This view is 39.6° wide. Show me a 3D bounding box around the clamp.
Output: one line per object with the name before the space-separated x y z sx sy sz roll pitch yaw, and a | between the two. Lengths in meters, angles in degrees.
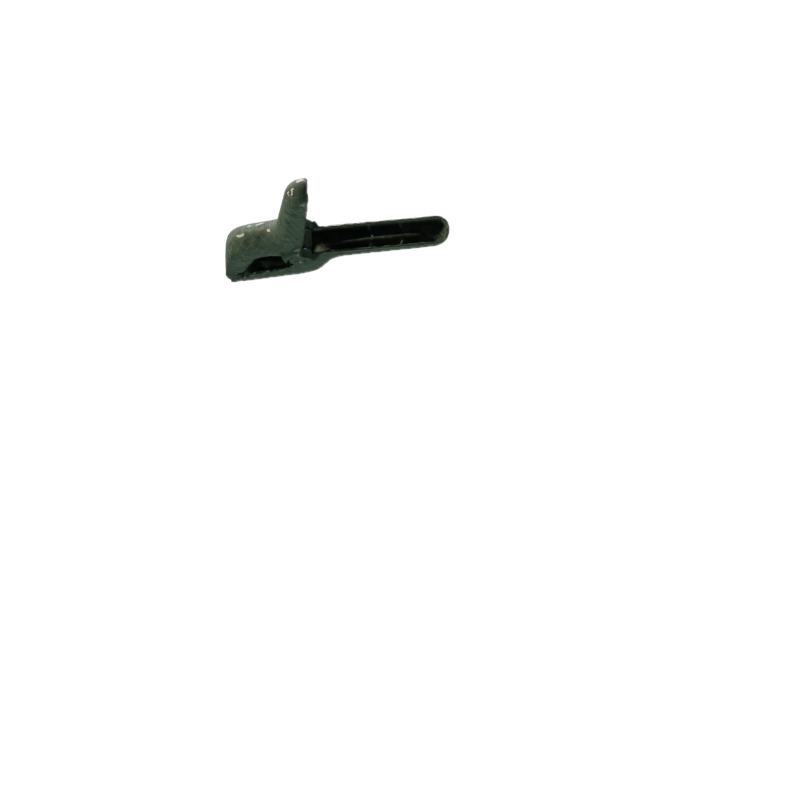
clamp | -0.074 -0.135 0.944 0.157 0.038 0.212 8 -13 -35
